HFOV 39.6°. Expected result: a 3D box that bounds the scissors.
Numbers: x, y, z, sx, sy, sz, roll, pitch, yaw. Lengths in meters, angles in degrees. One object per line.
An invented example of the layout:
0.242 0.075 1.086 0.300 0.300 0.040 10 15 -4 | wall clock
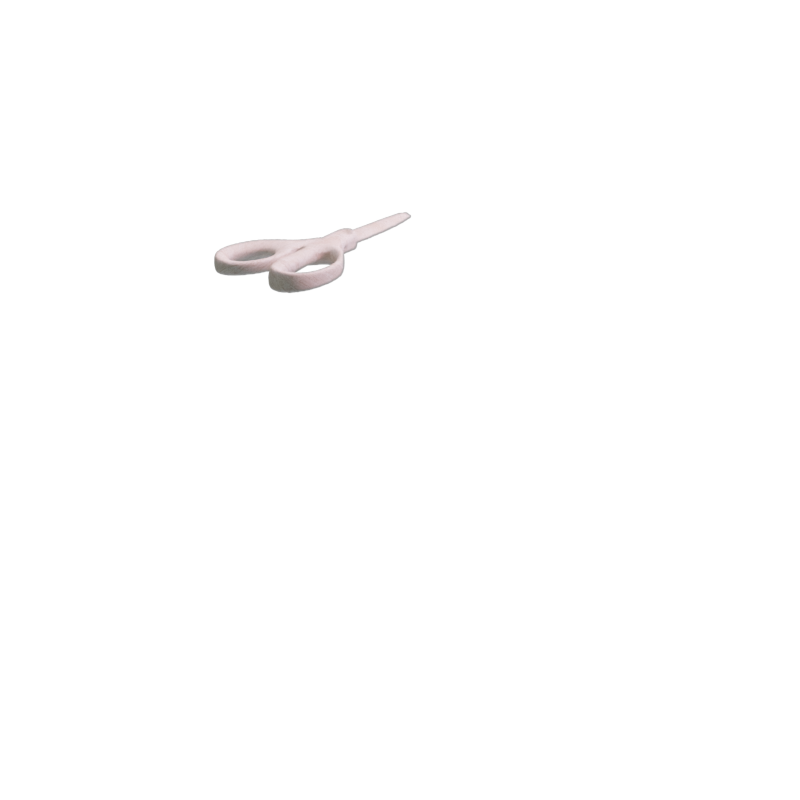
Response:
-0.061 -0.112 0.781 0.098 0.015 0.206 5 22 13 | scissors
